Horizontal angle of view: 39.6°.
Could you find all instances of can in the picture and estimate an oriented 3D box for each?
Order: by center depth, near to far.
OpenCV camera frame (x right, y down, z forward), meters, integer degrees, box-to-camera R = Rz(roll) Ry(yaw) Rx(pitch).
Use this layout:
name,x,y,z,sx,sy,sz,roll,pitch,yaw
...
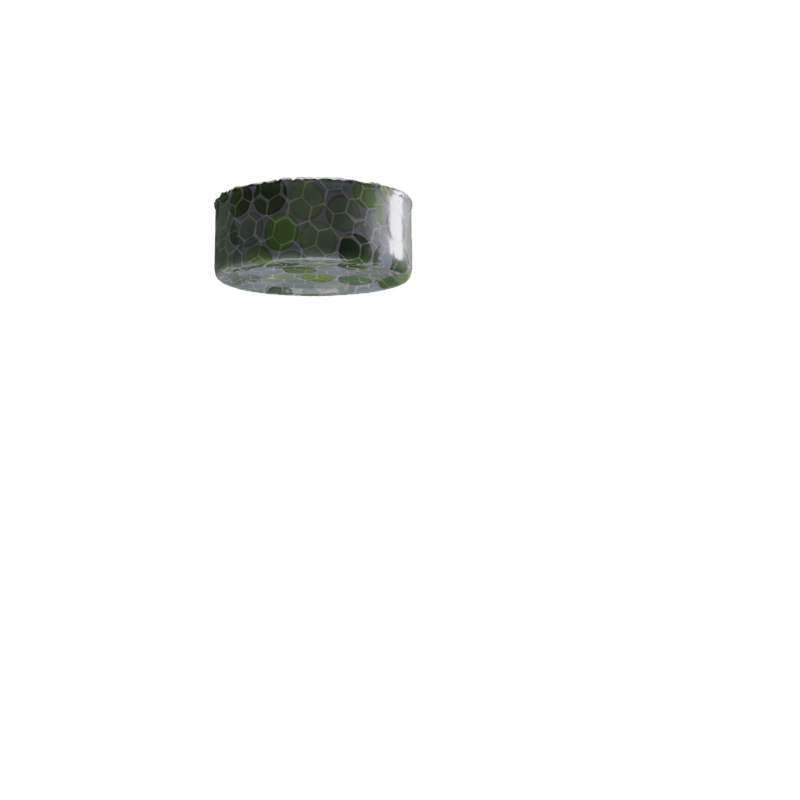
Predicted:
name,x,y,z,sx,sy,sz,roll,pitch,yaw
can,-0.037,-0.068,0.475,0.086,0.034,0.084,0,-6,-2
